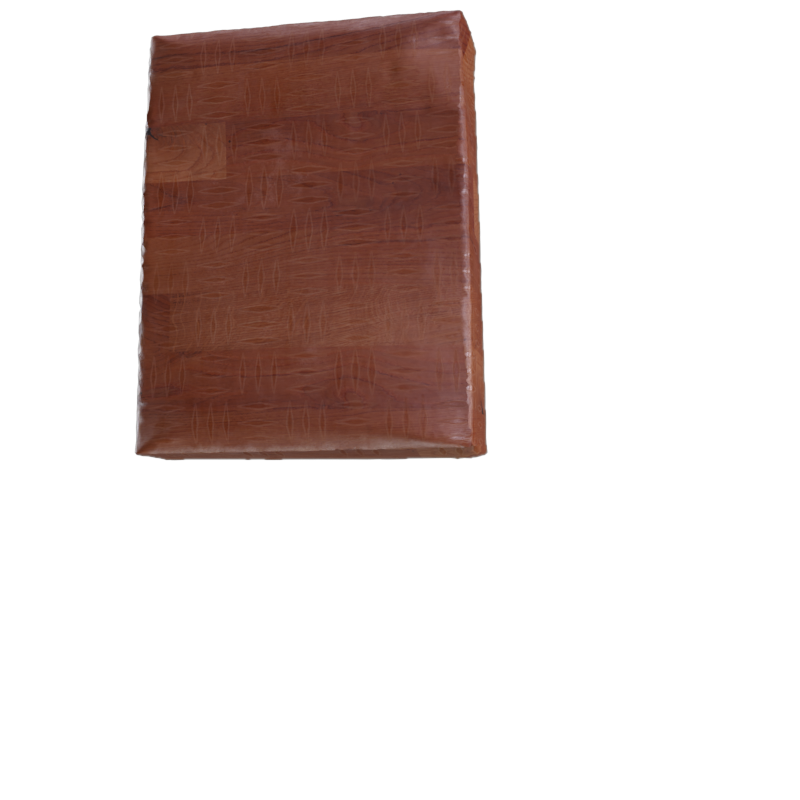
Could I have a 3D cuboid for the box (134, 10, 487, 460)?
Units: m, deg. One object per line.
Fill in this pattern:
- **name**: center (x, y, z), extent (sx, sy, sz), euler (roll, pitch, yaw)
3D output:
- **box**: center (-0.043, -0.079, 0.554), extent (0.166, 0.220, 0.069), euler (-2, -11, 11)
